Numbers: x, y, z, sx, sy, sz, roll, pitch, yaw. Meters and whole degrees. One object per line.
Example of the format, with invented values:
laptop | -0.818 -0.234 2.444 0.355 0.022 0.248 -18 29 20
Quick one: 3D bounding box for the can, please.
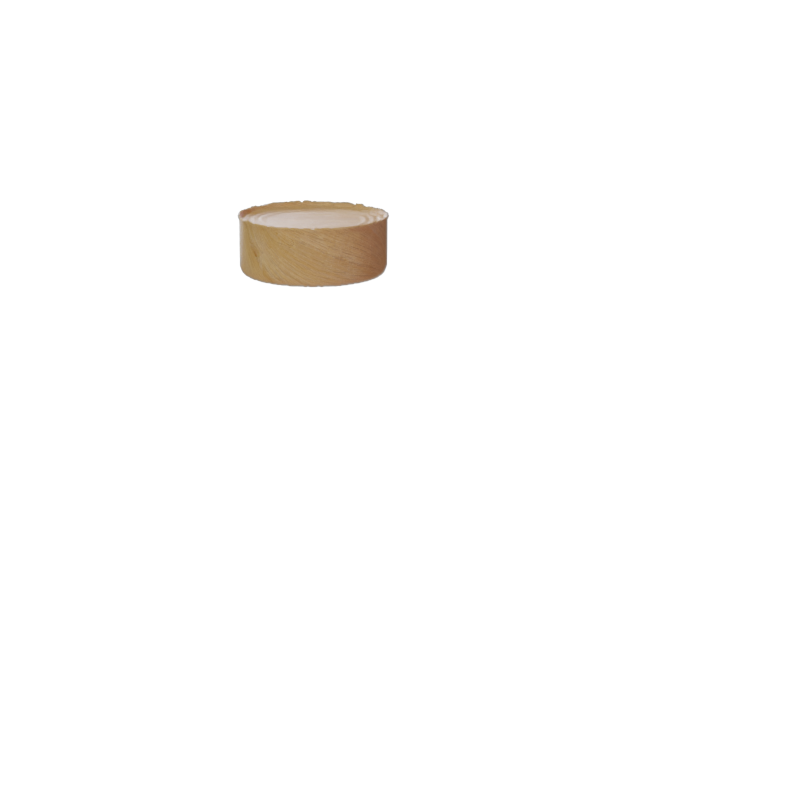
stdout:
can | -0.050 -0.090 0.633 0.086 0.032 0.089 -1 19 -2
